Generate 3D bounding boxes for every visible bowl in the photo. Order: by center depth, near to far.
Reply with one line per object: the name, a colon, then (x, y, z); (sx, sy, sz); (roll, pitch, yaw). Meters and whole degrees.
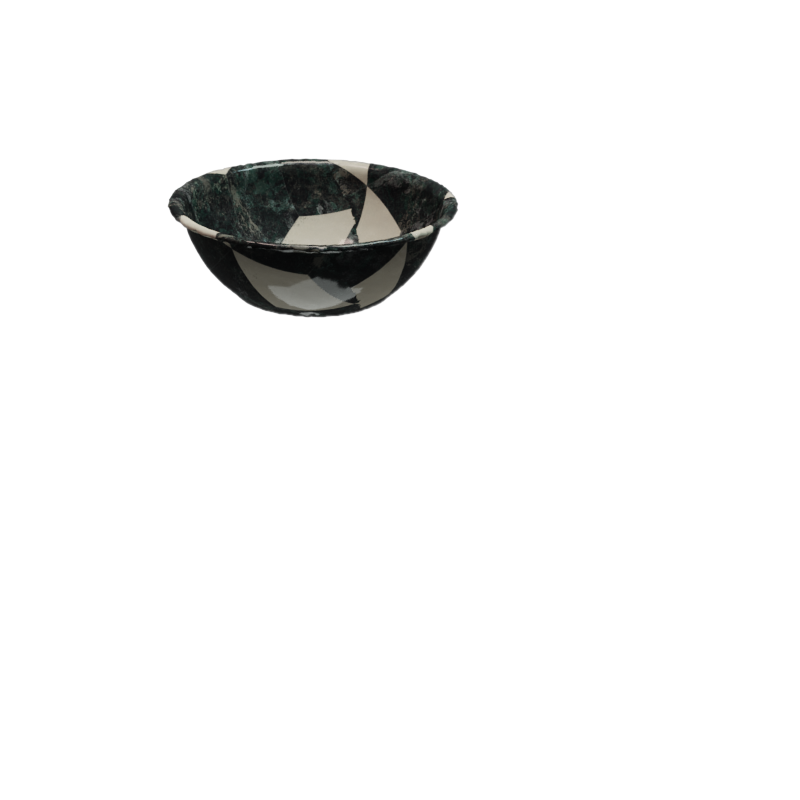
bowl: (-0.049, -0.090, 0.631); (0.162, 0.052, 0.171); (-1, 27, -2)
